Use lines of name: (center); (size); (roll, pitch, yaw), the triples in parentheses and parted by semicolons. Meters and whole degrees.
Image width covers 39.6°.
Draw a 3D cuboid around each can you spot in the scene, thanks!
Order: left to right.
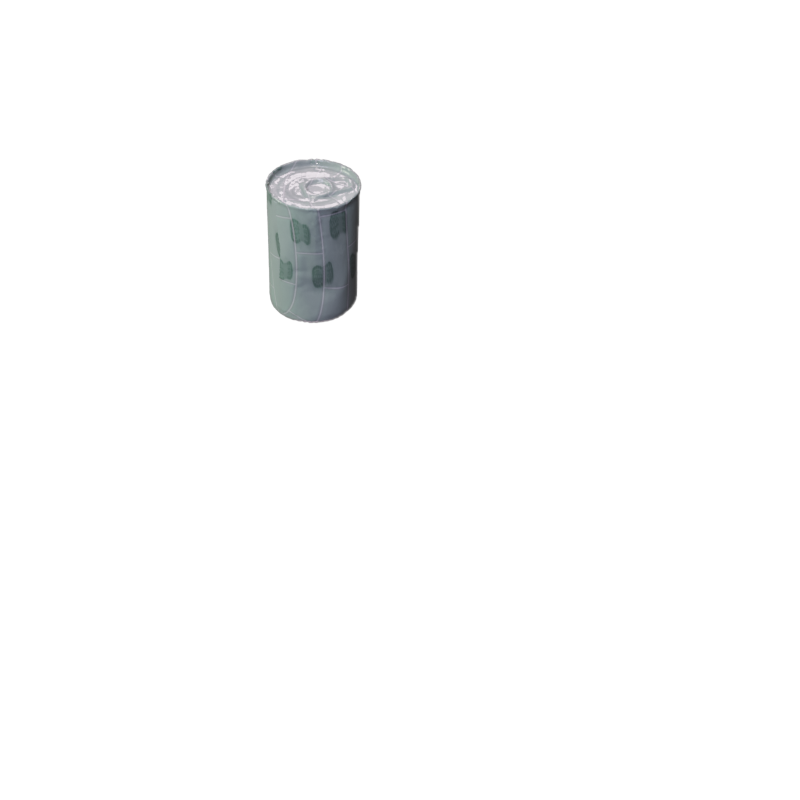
can: (-0.064, -0.116, 0.813); (0.068, 0.095, 0.073); (0, 38, -3)
